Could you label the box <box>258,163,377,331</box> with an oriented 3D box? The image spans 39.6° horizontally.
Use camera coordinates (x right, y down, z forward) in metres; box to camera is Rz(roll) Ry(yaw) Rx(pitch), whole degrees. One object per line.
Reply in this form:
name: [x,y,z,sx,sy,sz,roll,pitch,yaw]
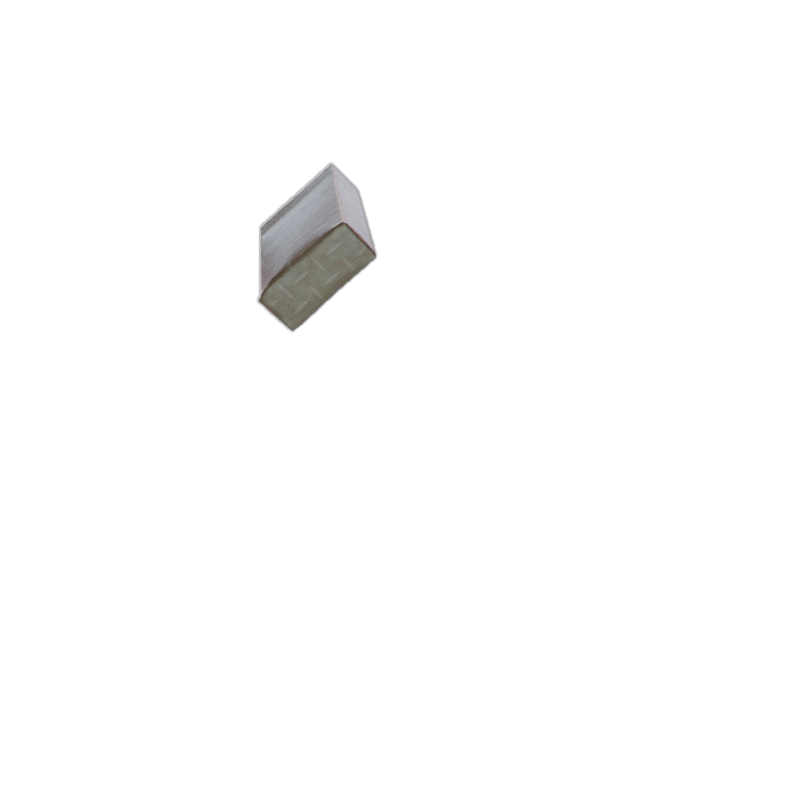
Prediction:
box: [-0.072,-0.132,0.924,0.093,0.046,0.185,-40,21,13]
